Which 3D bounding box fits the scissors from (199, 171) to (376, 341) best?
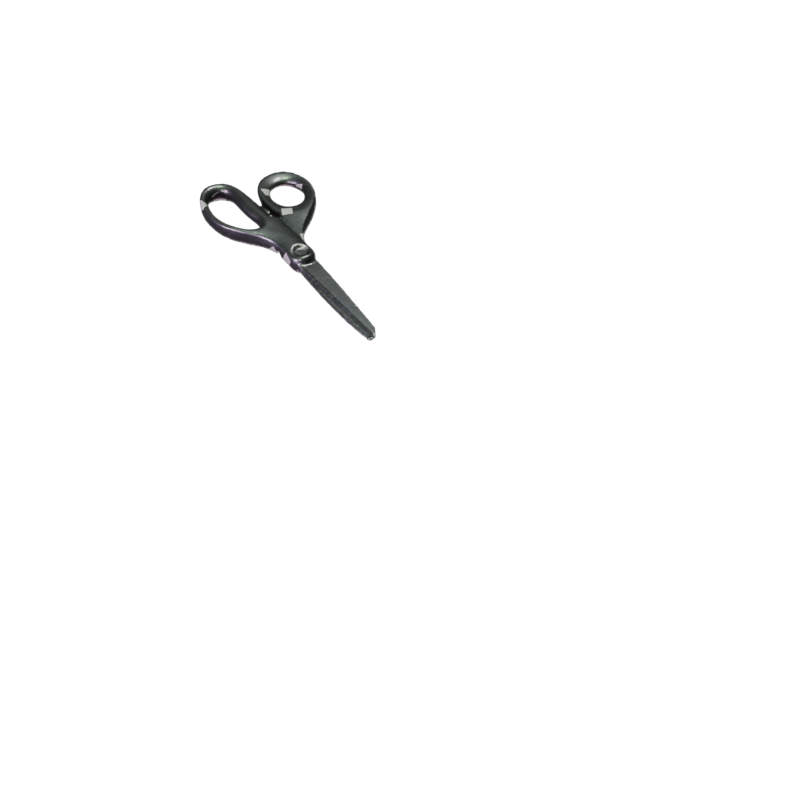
[{"bbox_3d":[-0.063,-0.115,0.809,0.215,0.015,0.097,34,52,31],"label":"scissors"}]
